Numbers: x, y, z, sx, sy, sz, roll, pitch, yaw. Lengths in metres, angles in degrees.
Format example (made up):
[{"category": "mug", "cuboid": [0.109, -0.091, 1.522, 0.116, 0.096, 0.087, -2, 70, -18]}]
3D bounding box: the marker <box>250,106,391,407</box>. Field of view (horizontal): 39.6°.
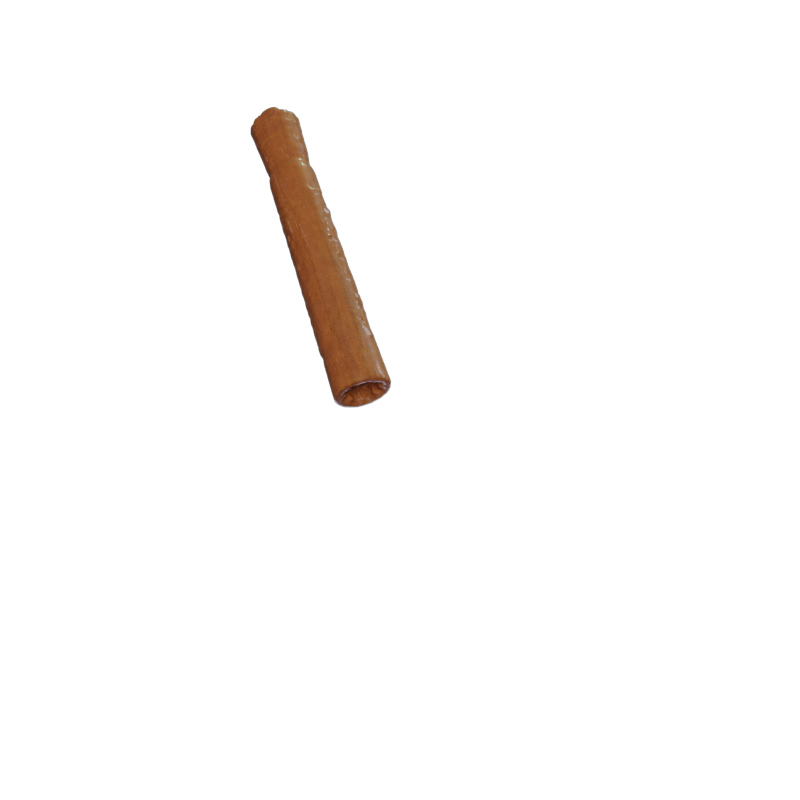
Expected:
[{"category": "marker", "cuboid": [-0.030, -0.054, 0.381, 0.020, 0.130, 0.018, -13, -32, -10]}]
